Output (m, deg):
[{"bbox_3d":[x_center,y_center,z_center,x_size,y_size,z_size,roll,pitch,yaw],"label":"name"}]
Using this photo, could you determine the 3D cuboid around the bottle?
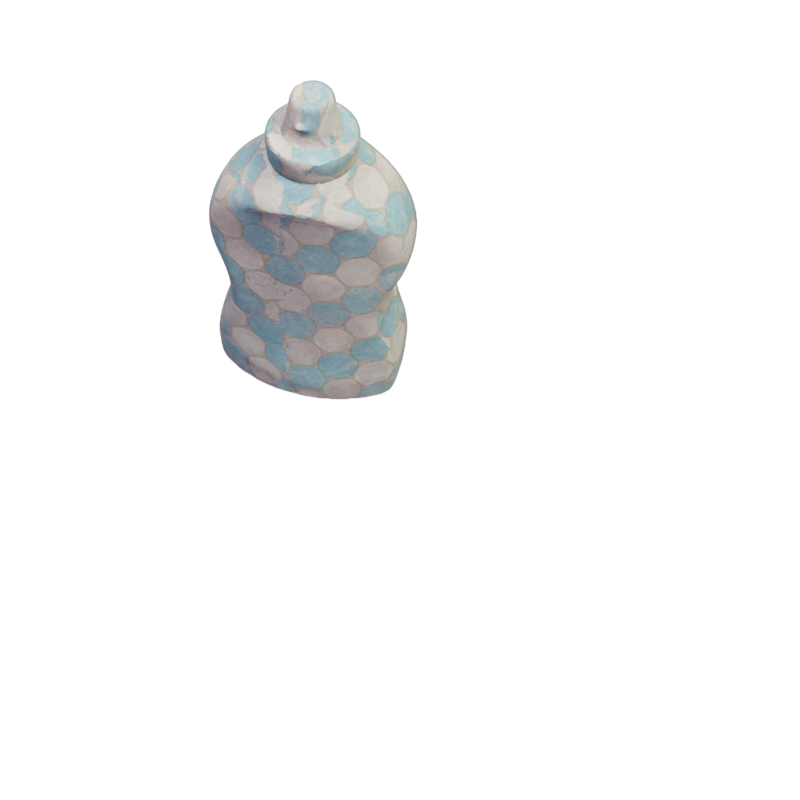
[{"bbox_3d":[-0.041,-0.075,0.527,0.098,0.061,0.179,15,-35,7],"label":"bottle"}]
